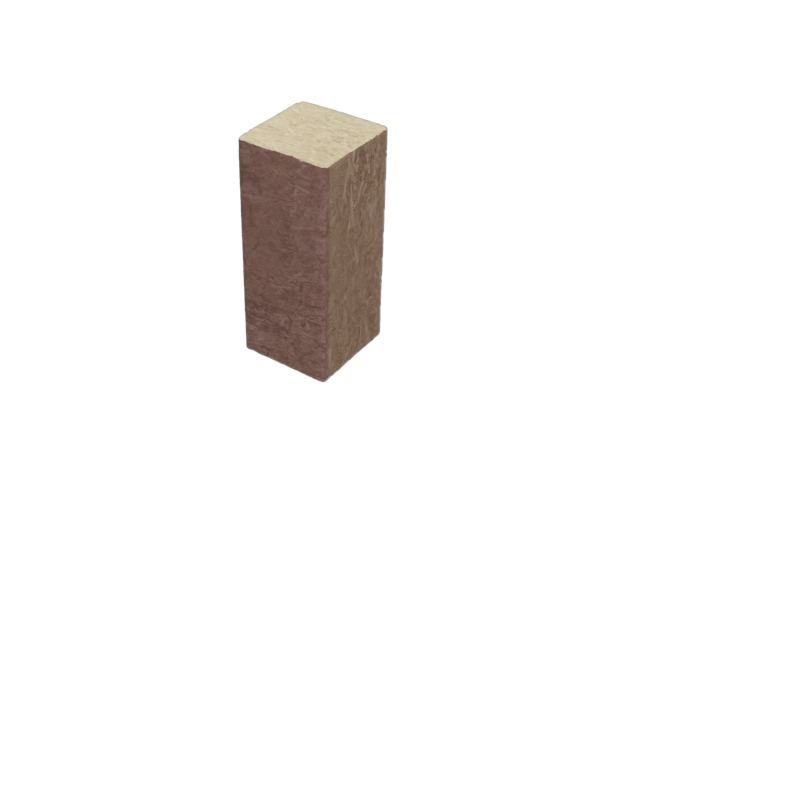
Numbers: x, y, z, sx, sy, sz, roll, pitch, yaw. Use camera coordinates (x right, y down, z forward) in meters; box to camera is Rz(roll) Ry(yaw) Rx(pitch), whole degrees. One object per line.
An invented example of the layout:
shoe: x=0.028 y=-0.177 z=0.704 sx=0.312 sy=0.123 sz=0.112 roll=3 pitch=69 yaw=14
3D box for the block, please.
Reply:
block: x=-0.074 y=-0.134 z=0.936 sx=0.095 sy=0.193 sz=0.092 roll=22 pitch=40 yaw=26
